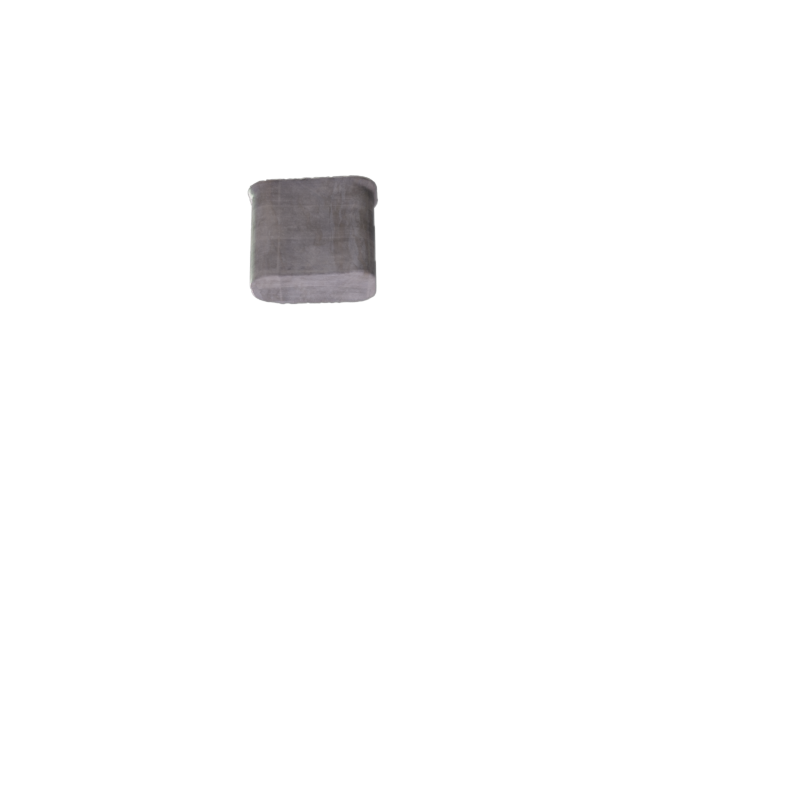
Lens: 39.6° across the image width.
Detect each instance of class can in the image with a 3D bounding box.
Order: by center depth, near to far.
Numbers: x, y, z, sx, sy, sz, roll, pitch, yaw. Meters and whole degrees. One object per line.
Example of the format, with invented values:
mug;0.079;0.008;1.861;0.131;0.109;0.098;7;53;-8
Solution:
can;-0.067;-0.123;0.860;0.102;0.089;0.054;-2;-25;3
